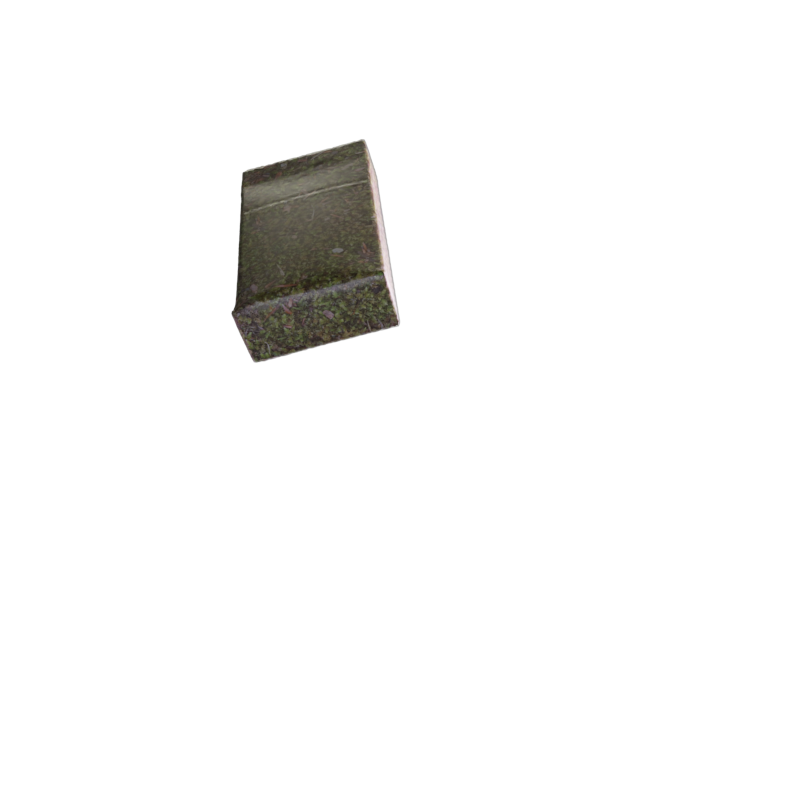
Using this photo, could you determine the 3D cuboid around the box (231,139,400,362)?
[{"bbox_3d":[-0.055,-0.101,0.710,0.094,0.045,0.188,-14,34,6],"label":"box"}]
